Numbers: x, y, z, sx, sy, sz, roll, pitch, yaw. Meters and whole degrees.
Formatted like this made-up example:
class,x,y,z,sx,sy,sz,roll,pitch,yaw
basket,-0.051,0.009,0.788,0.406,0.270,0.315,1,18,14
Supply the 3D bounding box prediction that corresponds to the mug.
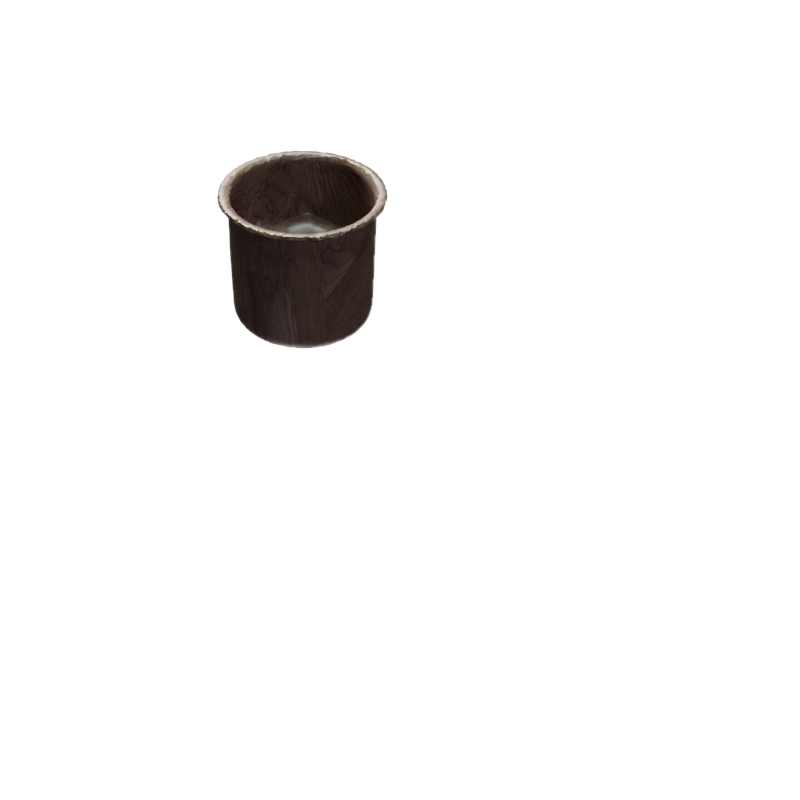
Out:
class,x,y,z,sx,sy,sz,roll,pitch,yaw
mug,-0.050,-0.091,0.638,0.097,0.076,0.120,18,41,20
